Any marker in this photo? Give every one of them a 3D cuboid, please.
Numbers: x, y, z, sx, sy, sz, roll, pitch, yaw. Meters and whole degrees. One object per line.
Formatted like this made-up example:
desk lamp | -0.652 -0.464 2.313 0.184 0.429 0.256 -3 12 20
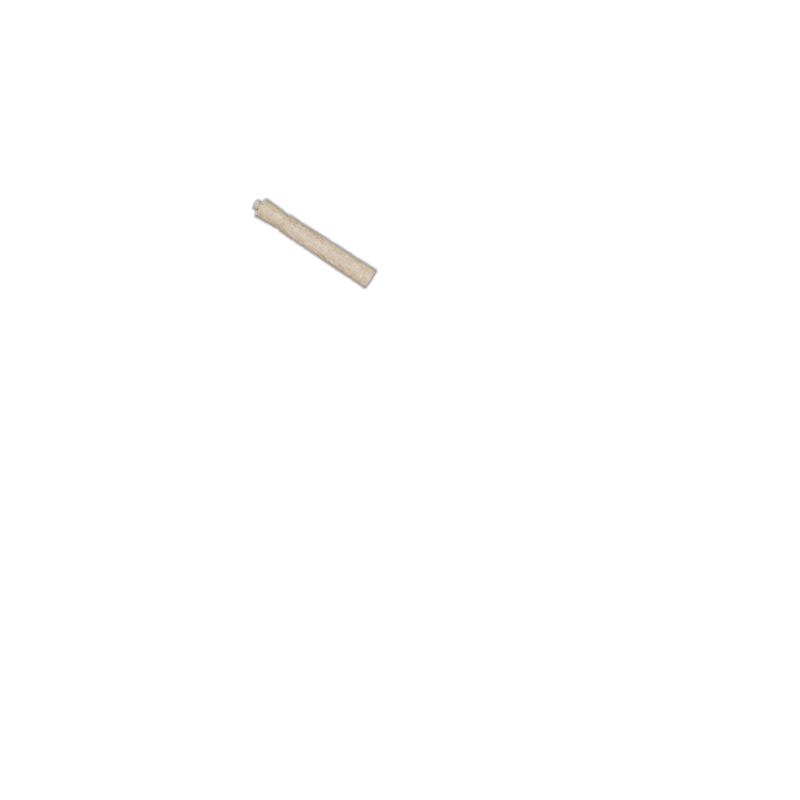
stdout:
marker | -0.075 -0.138 0.964 0.123 0.020 0.020 34 6 5
